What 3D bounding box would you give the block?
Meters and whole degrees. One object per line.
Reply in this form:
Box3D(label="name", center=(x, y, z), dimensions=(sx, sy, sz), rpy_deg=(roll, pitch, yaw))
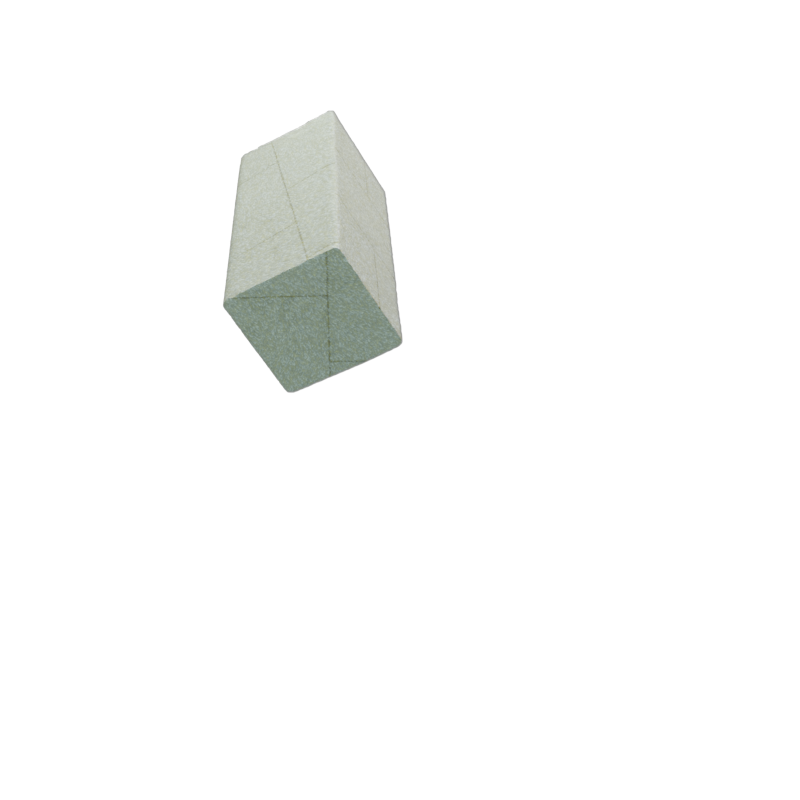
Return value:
Box3D(label="block", center=(-0.064, -0.115, 0.809), dimensions=(0.090, 0.084, 0.220), rpy_deg=(-25, 34, 14))
